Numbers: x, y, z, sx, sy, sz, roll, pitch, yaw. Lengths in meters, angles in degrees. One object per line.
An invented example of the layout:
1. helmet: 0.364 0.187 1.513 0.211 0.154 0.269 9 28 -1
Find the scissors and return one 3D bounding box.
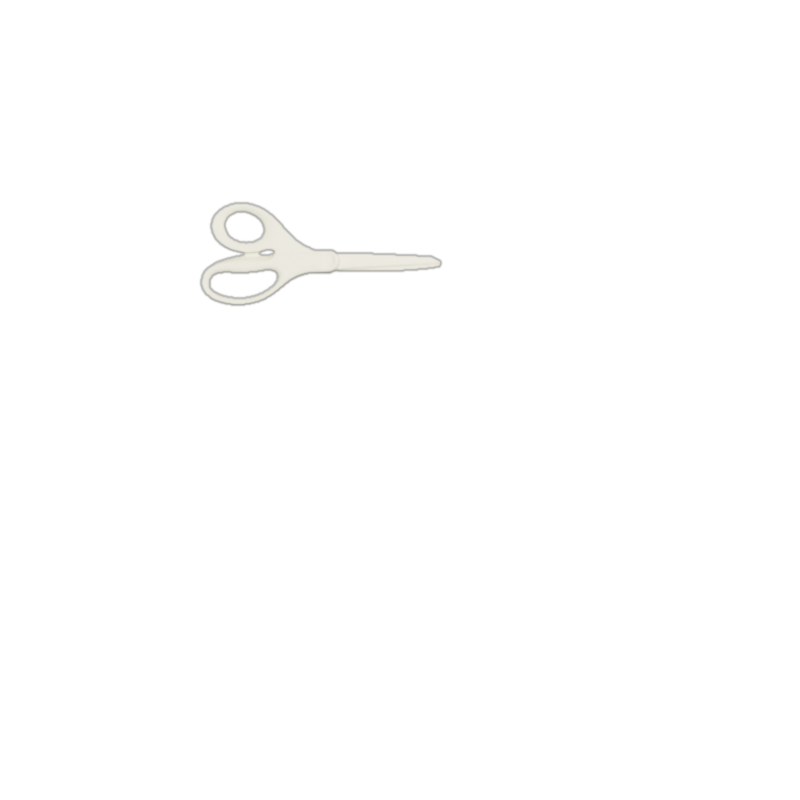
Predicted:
1. scissors: -0.074 -0.135 0.947 0.201 0.099 0.015 -15 -9 -2
